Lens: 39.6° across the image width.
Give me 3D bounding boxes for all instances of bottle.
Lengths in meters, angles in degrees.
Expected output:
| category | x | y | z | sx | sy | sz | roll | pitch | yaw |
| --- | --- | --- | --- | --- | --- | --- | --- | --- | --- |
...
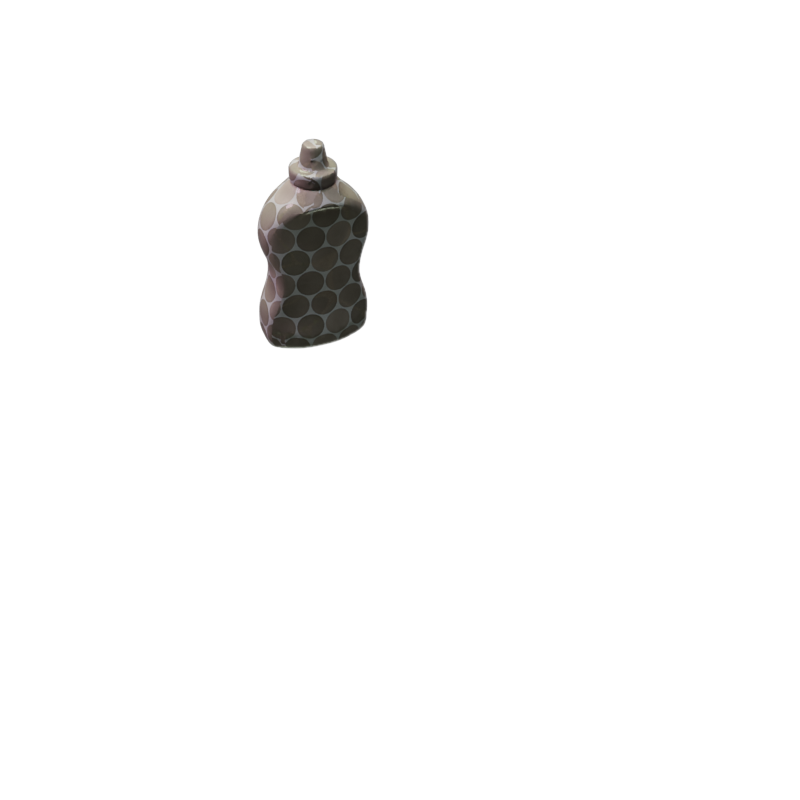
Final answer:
| category | x | y | z | sx | sy | sz | roll | pitch | yaw |
| --- | --- | --- | --- | --- | --- | --- | --- | --- | --- |
| bottle | -0.075 | -0.137 | 0.960 | 0.095 | 0.179 | 0.063 | -11 | 38 | -17 |
